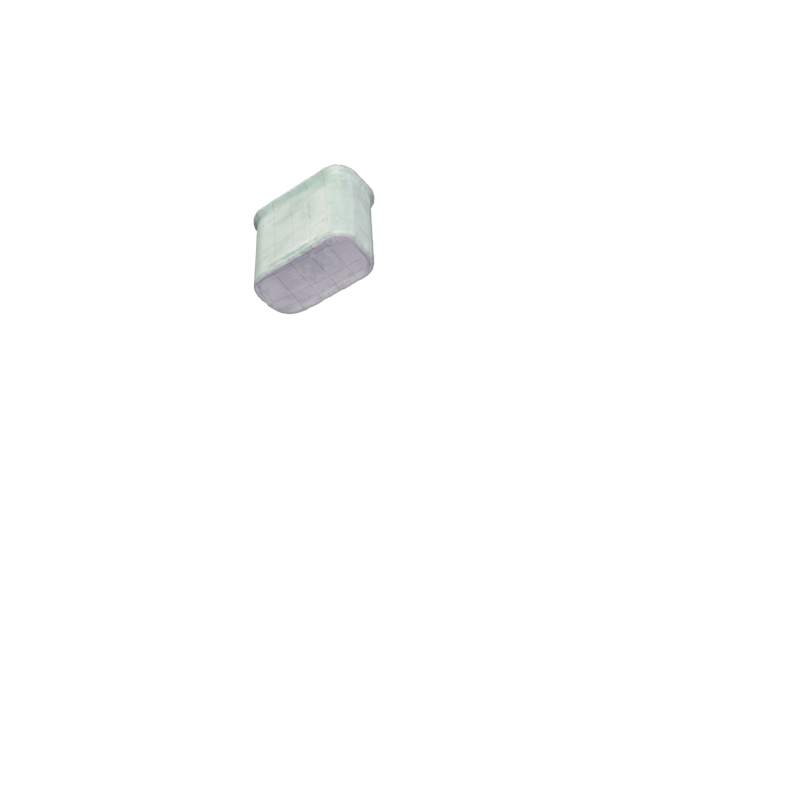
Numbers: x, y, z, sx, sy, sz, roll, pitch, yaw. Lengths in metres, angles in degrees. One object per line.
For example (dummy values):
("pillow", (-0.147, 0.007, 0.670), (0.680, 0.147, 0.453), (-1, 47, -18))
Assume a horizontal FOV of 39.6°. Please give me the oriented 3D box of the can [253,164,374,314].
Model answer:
("can", (-0.069, -0.126, 0.882), (0.102, 0.090, 0.053), (-28, -51, 23))
